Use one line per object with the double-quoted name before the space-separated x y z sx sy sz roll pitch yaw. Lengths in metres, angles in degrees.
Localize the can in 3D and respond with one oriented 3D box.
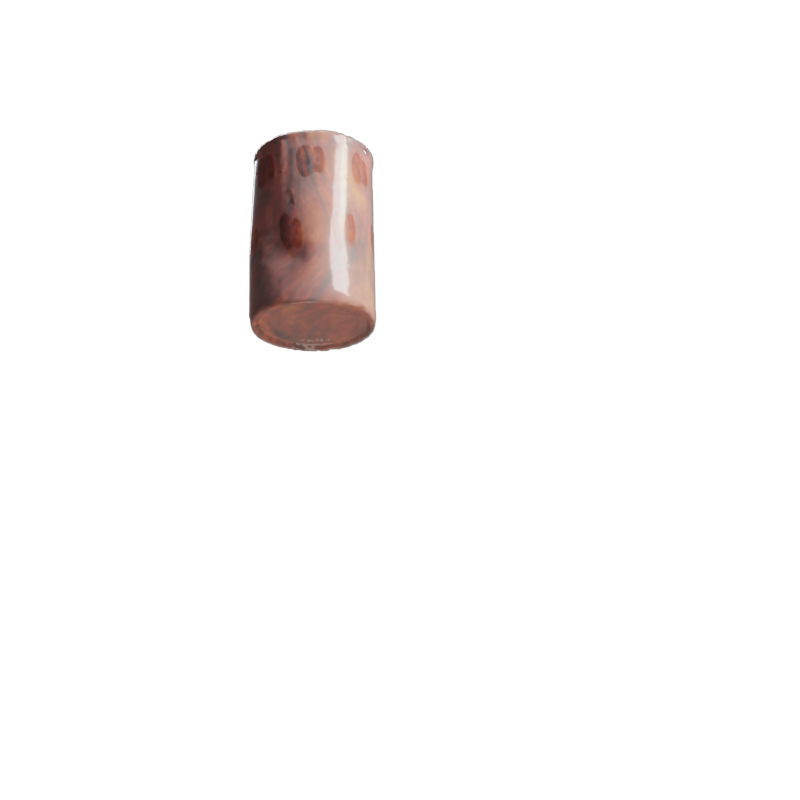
"can" -0.047 -0.086 0.601 0.068 0.108 0.065 0 -25 -2
